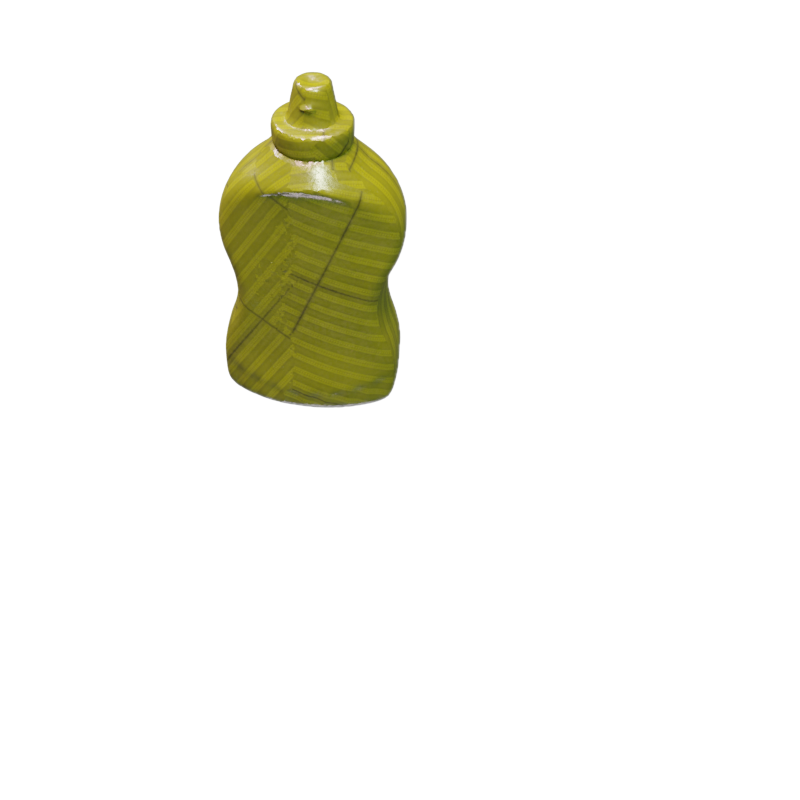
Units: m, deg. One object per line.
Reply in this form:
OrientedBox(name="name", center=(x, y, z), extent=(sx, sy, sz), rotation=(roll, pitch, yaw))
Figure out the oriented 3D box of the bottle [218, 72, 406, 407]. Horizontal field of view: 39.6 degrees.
OrientedBox(name="bottle", center=(-0.045, -0.082, 0.580), extent=(0.097, 0.179, 0.062), rotation=(8, 40, 7))
